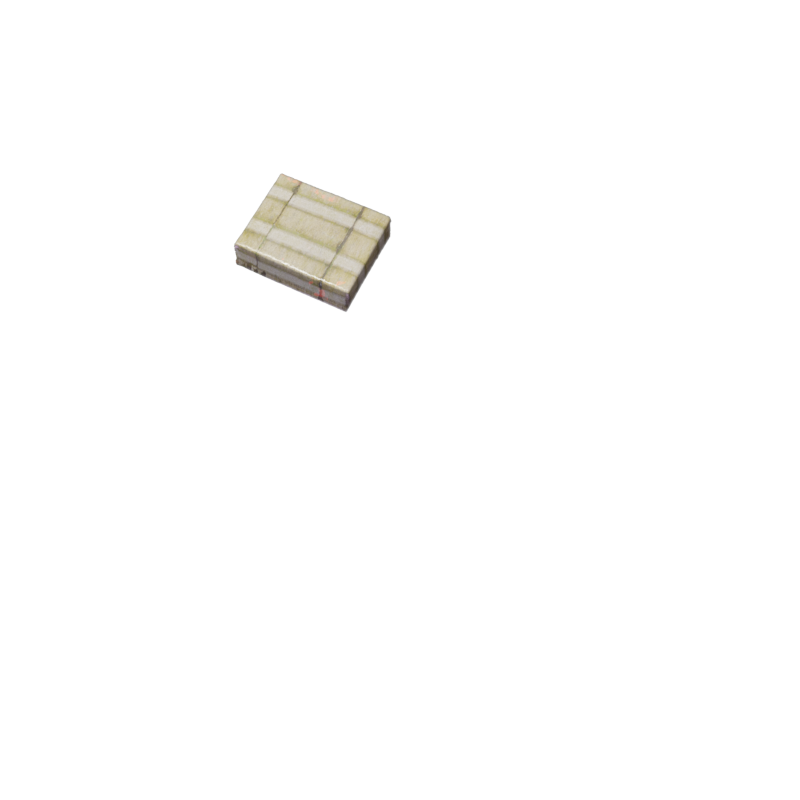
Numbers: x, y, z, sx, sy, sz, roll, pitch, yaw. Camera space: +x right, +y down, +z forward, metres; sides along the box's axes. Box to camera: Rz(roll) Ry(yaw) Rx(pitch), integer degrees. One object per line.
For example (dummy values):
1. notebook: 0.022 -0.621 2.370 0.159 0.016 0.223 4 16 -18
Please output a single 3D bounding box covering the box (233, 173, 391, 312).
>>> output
1. box: -0.077 -0.140 0.978 0.117 0.093 0.036 21 -32 14
